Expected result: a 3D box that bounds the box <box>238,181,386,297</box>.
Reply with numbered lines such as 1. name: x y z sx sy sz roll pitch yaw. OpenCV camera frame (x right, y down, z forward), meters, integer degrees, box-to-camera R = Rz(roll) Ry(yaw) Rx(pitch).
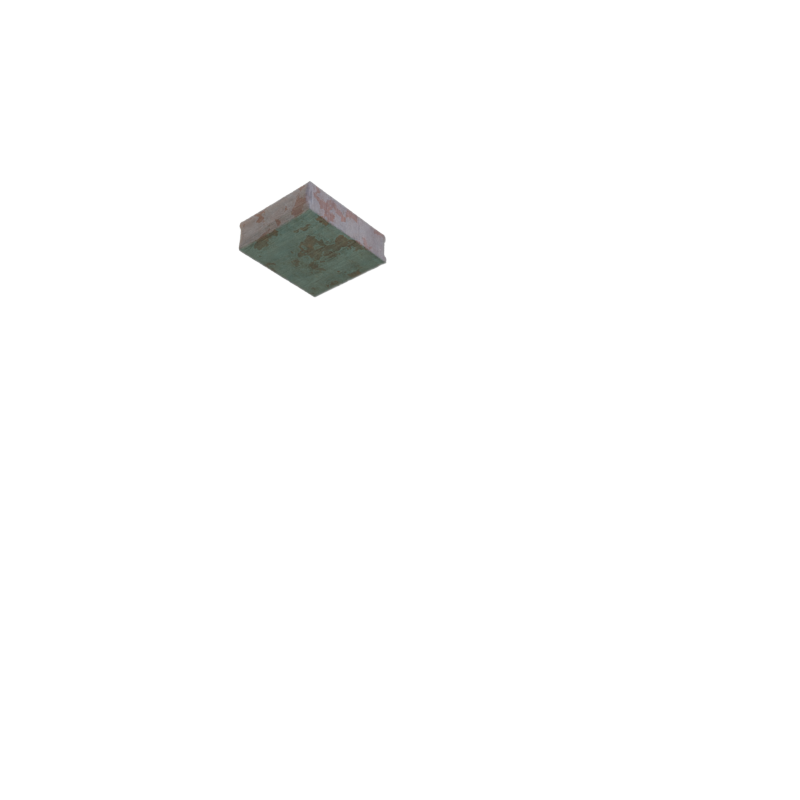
1. box: -0.065 -0.119 0.836 0.073 0.032 0.083 -25 -40 34
